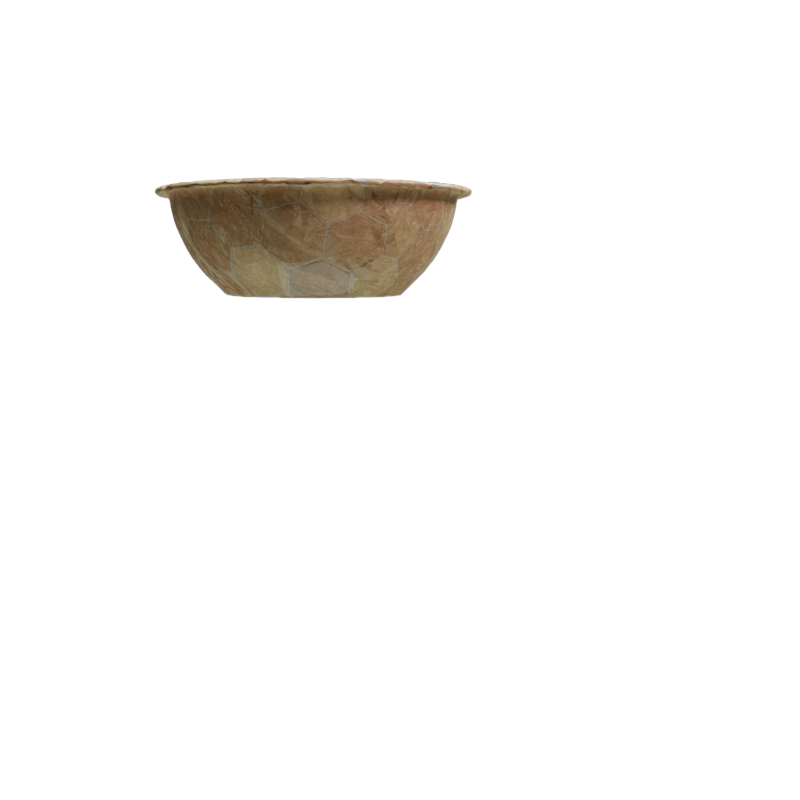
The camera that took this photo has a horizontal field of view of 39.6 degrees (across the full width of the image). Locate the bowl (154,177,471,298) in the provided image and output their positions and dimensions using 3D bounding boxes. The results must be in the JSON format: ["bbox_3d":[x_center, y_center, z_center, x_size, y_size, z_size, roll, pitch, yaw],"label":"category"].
[{"bbox_3d":[-0.045,-0.081,0.569,0.162,0.055,0.164,0,6,-2],"label":"bowl"}]
